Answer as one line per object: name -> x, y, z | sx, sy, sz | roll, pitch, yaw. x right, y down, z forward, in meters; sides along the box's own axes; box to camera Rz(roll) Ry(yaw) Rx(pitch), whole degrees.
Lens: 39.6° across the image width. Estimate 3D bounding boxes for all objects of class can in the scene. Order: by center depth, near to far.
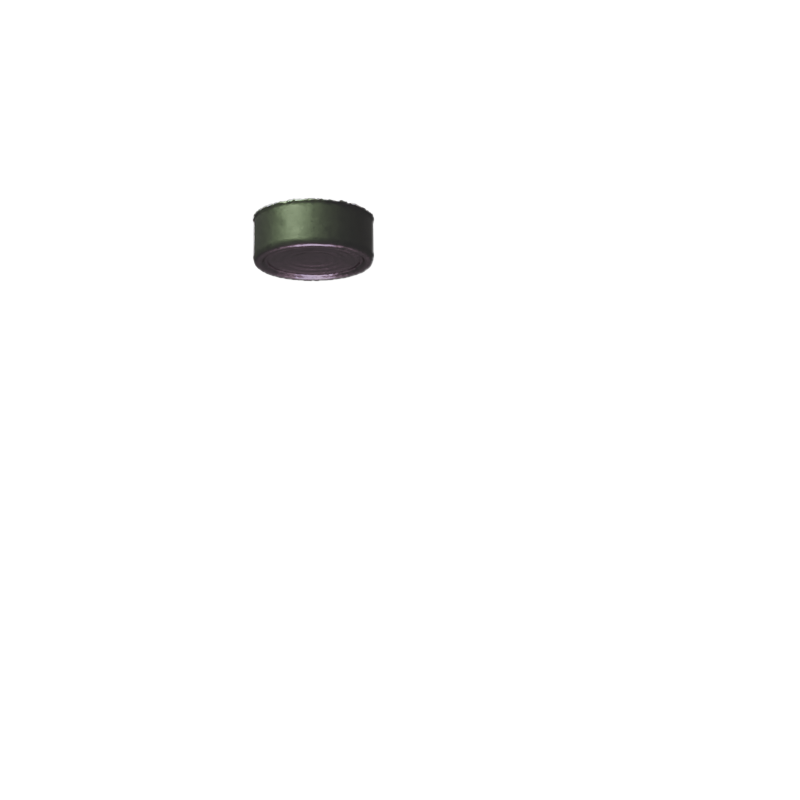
can -> -0.061, -0.111, 0.777 | 0.086, 0.035, 0.083 | 0, -12, -2
